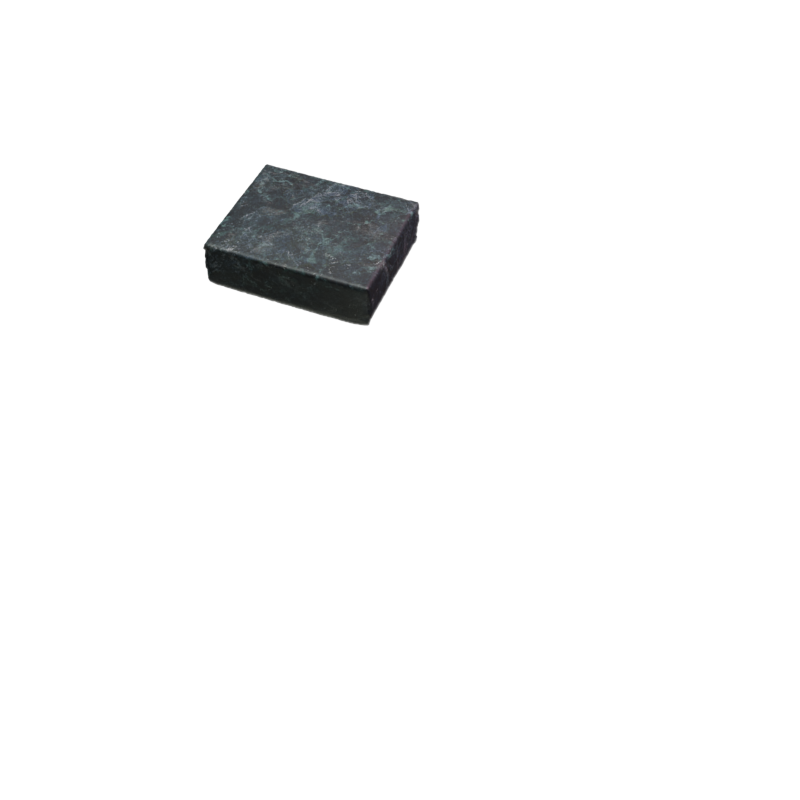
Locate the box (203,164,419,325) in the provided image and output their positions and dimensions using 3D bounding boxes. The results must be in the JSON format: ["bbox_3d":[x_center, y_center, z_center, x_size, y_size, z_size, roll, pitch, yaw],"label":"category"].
[{"bbox_3d":[-0.055,-0.101,0.707,0.117,0.036,0.093,17,49,15],"label":"box"}]
